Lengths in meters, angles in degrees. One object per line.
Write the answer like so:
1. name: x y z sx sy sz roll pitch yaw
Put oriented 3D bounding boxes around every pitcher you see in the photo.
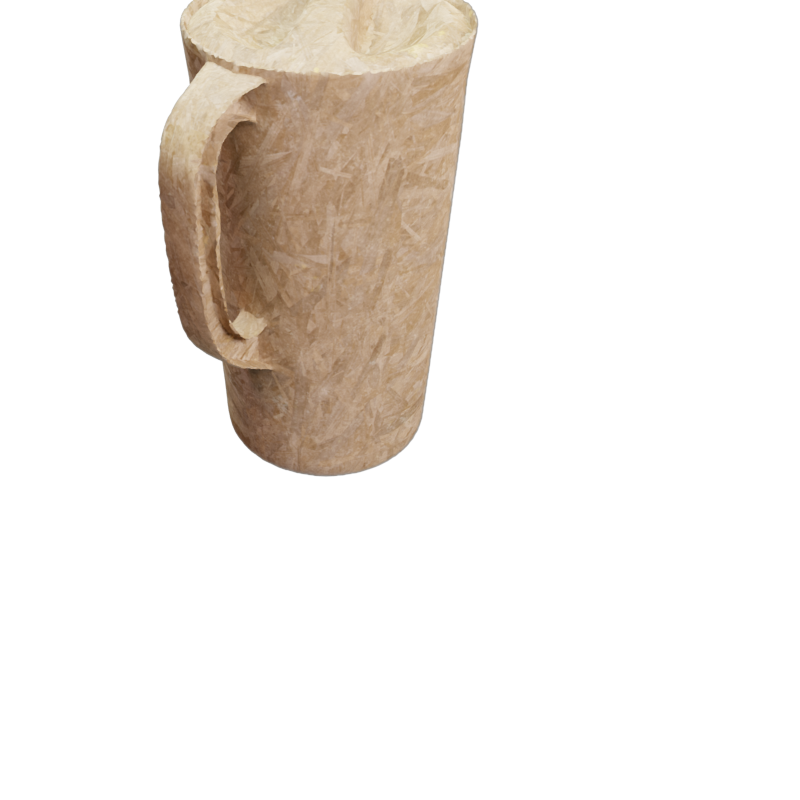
1. pitcher: -0.043 -0.078 0.549 0.147 0.228 0.156 -5 35 -11
